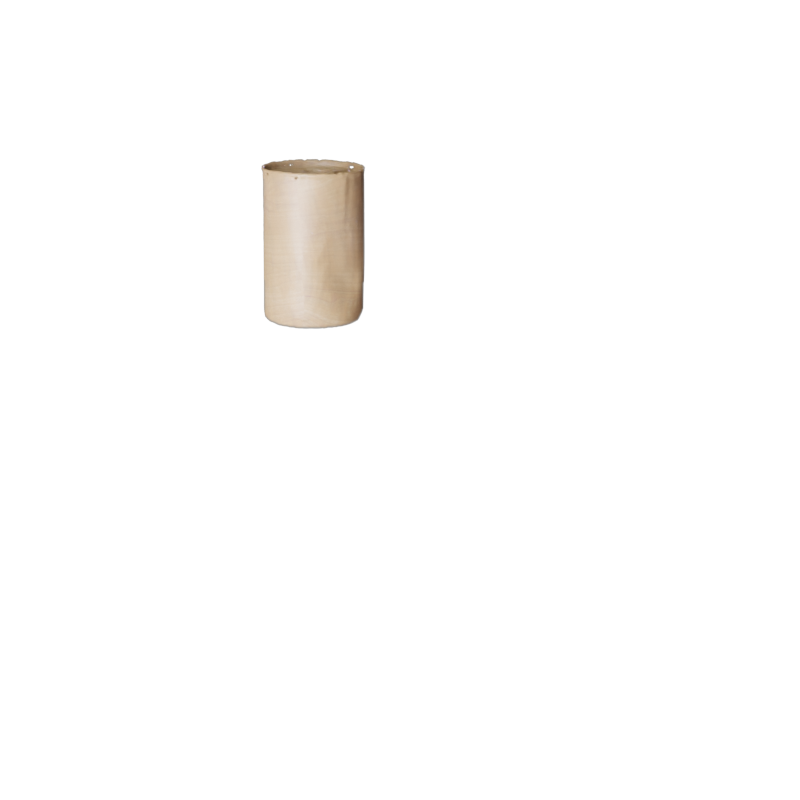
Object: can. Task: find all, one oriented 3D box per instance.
[{"bbox_3d":[-0.058,-0.105,0.737,0.068,0.099,0.071,0,15,-2],"label":"can"}]
